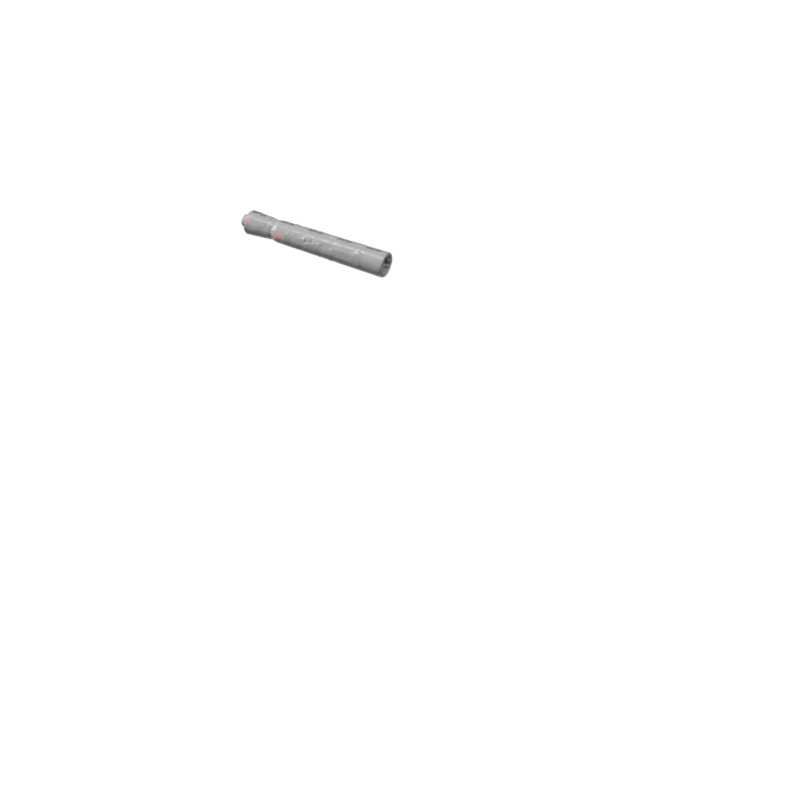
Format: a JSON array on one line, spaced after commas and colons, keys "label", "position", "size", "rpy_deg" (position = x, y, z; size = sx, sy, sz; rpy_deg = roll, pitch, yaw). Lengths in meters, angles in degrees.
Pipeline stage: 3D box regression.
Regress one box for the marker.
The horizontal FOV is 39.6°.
[{"label": "marker", "position": [-0.063, -0.115, 0.808], "size": [0.127, 0.019, 0.019], "rpy_deg": [21, 12, 24]}]
